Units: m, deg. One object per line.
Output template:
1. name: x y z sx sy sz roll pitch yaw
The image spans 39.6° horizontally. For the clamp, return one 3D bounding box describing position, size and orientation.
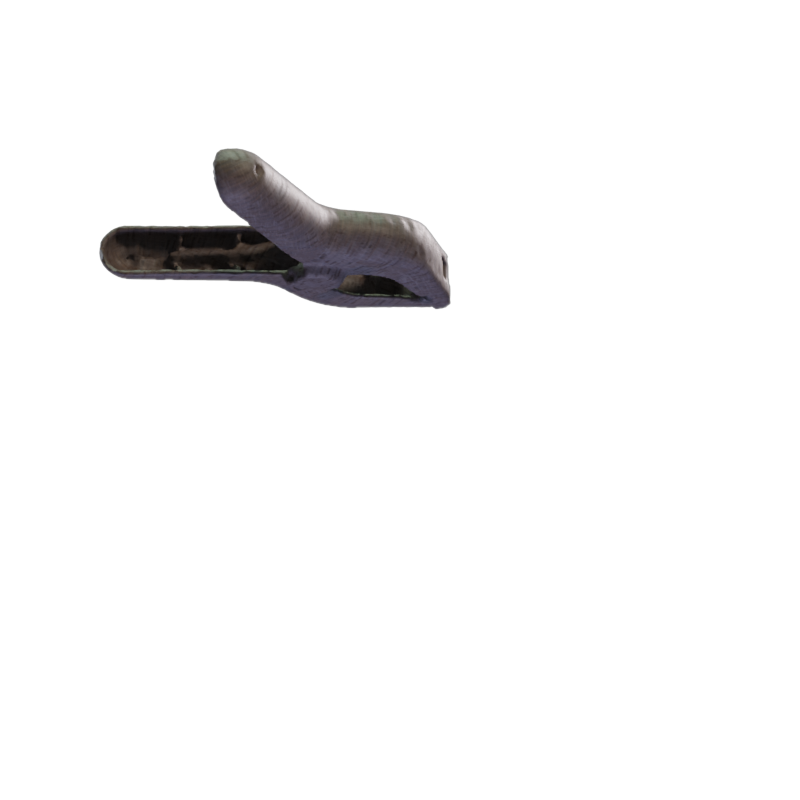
1. clamp: -0.040 -0.072 0.507 0.165 0.040 0.121 4 -9 -27
